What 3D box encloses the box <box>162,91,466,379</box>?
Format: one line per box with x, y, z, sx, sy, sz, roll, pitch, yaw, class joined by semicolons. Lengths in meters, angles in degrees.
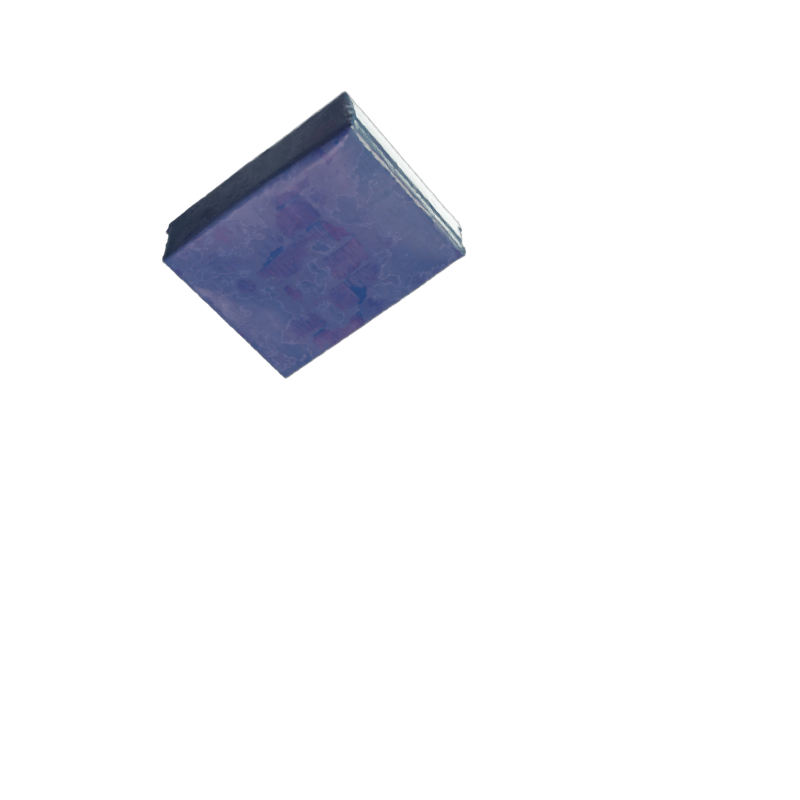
-0.041;-0.074;0.519;0.113;0.084;0.041;-33;29;20;box
